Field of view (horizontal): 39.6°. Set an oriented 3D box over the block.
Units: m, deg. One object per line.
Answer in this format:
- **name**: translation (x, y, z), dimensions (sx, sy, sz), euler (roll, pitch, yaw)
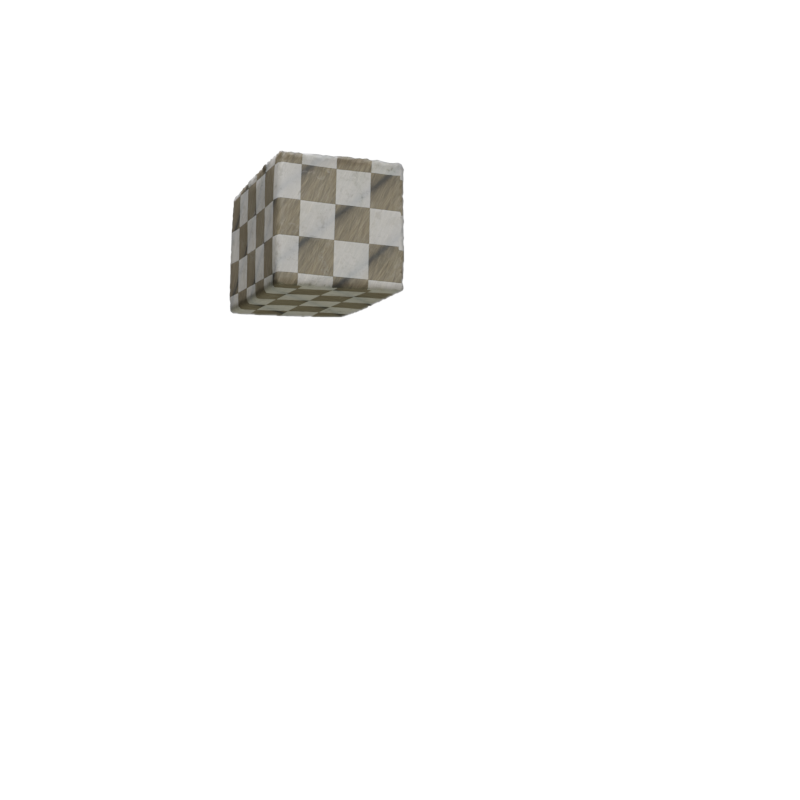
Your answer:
- **block**: translation (-0.036, -0.065, 0.454), dimensions (0.051, 0.052, 0.078), euler (3, -8, -21)
